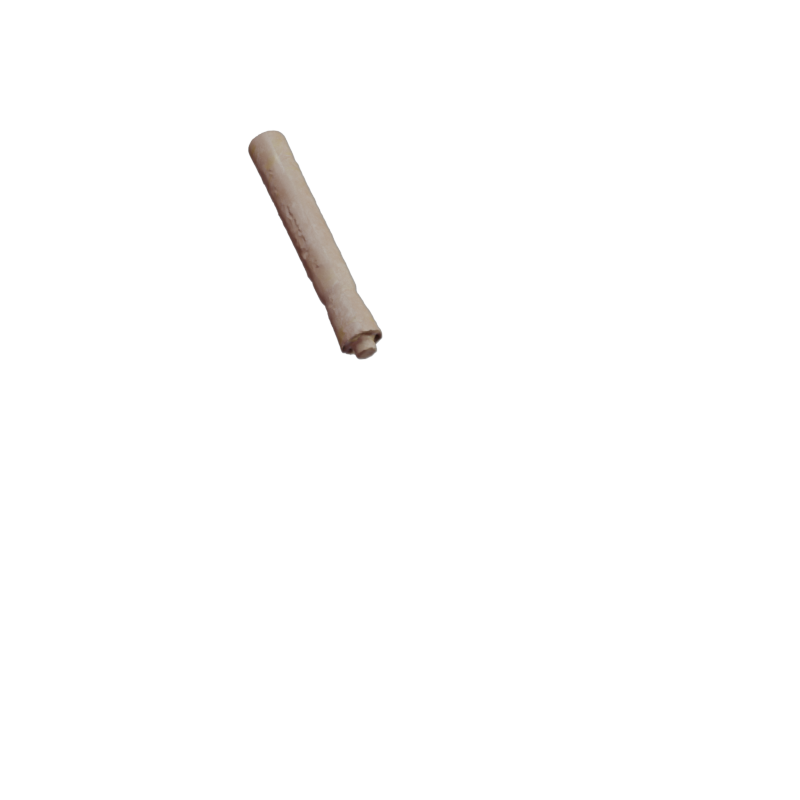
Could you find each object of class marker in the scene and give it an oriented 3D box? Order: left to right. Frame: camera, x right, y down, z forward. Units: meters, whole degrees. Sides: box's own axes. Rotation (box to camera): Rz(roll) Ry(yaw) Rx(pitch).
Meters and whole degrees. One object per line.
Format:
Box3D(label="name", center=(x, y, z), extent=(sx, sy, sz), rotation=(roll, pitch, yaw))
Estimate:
Box3D(label="marker", center=(-0.038, -0.070, 0.491), extent=(0.020, 0.130, 0.018), rotation=(-19, -30, -13))
